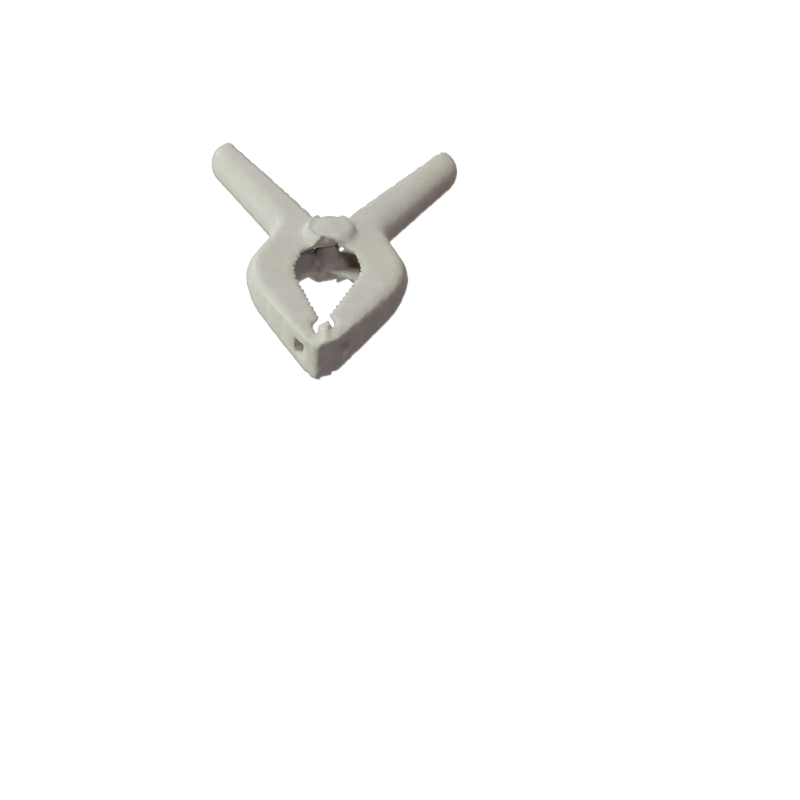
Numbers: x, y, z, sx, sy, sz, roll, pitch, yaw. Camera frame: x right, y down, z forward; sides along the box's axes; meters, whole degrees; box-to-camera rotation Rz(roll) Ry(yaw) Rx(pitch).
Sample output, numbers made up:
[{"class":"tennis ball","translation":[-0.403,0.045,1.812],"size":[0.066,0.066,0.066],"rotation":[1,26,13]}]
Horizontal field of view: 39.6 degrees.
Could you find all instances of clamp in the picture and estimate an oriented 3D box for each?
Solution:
[{"class":"clamp","translation":[-0.054,-0.098,0.684],"size":[0.166,0.034,0.223],"rotation":[5,42,5]}]
